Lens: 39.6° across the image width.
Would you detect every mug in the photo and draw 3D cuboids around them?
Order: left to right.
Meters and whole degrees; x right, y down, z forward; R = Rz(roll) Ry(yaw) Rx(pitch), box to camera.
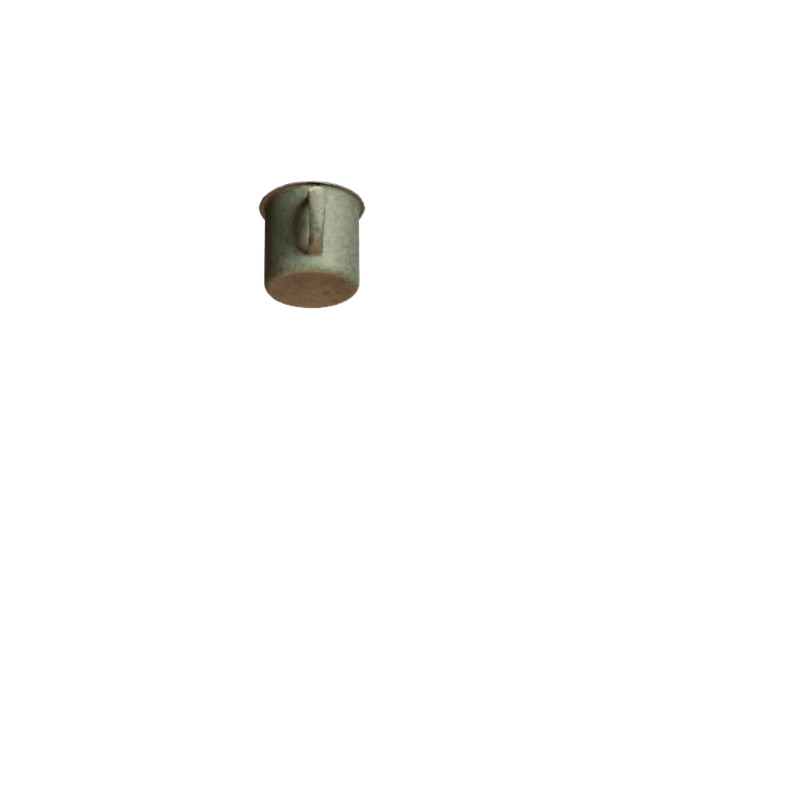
[{"bbox_3d":[-0.074,-0.135,0.945,0.092,0.086,0.112,3,-24,-9],"label":"mug"}]
